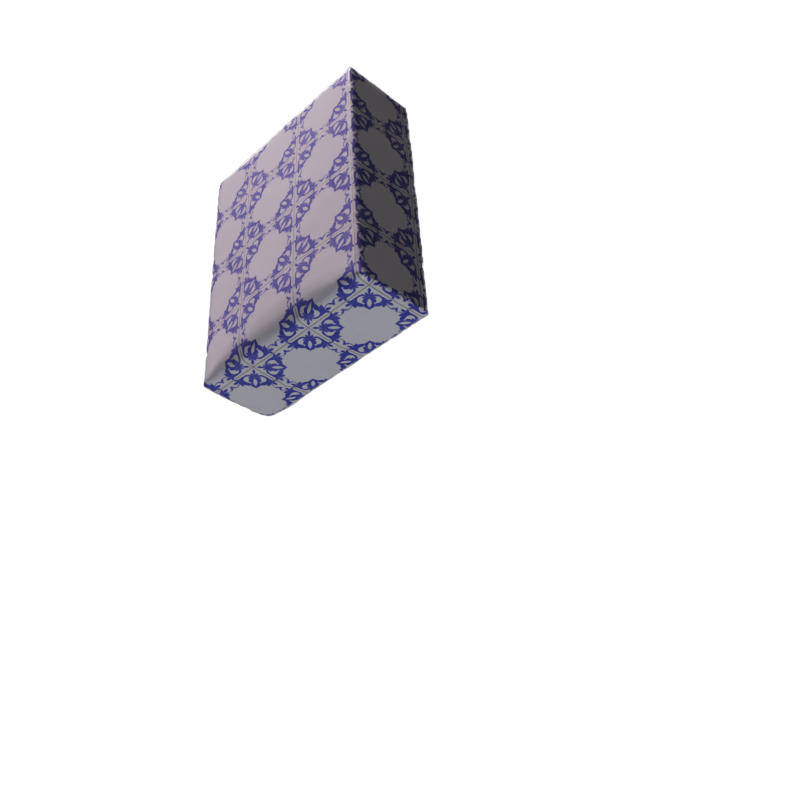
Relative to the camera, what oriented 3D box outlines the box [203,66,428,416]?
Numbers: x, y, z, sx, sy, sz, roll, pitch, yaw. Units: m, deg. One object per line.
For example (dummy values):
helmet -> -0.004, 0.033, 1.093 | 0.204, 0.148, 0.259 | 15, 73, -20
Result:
box -> -0.064, -0.117, 0.821 | 0.067, 0.230, 0.163 | 31, -51, -34
